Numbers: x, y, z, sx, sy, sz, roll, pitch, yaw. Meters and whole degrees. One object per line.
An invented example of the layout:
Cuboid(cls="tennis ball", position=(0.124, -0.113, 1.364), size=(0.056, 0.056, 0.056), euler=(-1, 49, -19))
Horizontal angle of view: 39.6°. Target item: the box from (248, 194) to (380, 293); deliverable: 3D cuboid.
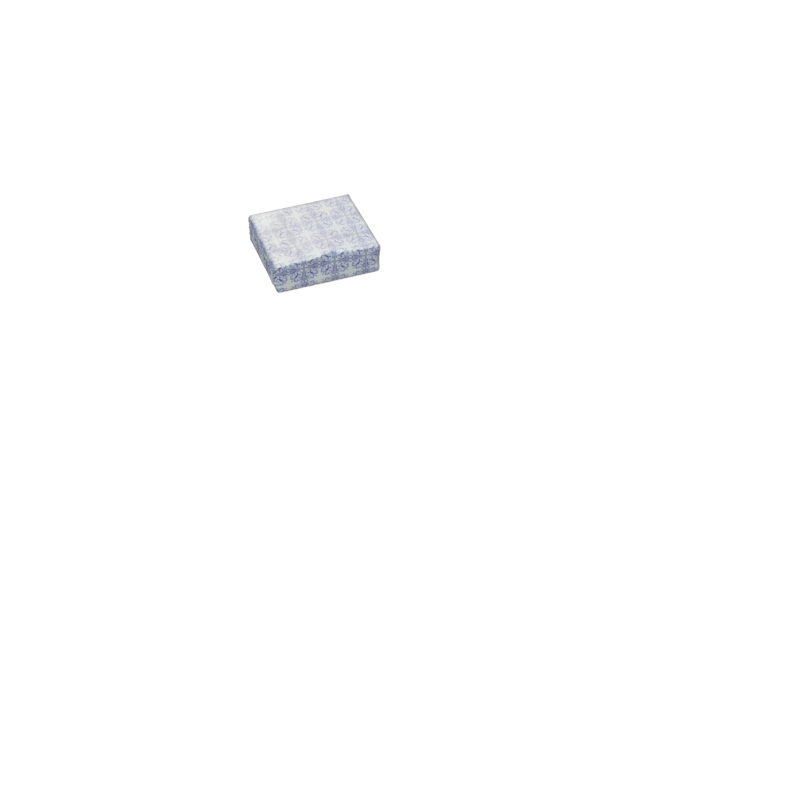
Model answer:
Cuboid(cls="box", position=(-0.070, -0.127, 0.890), size=(0.088, 0.028, 0.079), euler=(-14, 45, -15))
